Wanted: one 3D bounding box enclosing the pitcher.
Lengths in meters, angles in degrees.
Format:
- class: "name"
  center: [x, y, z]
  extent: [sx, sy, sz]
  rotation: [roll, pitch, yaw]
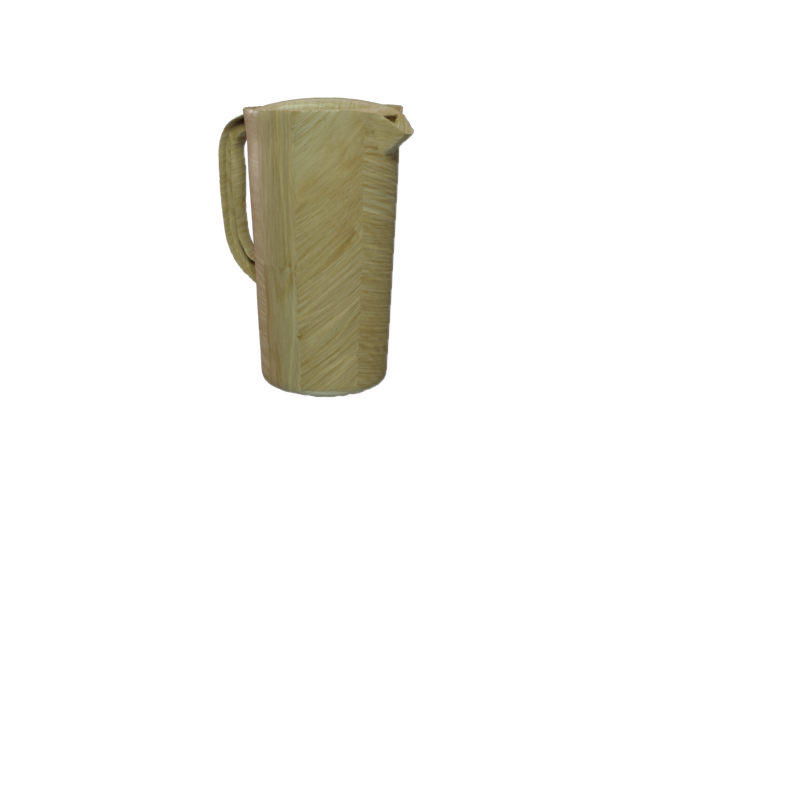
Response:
- class: "pitcher"
  center: [-0.074, -0.134, 0.941]
  extent: [0.143, 0.237, 0.156]
  rotation: [-2, 12, -14]
